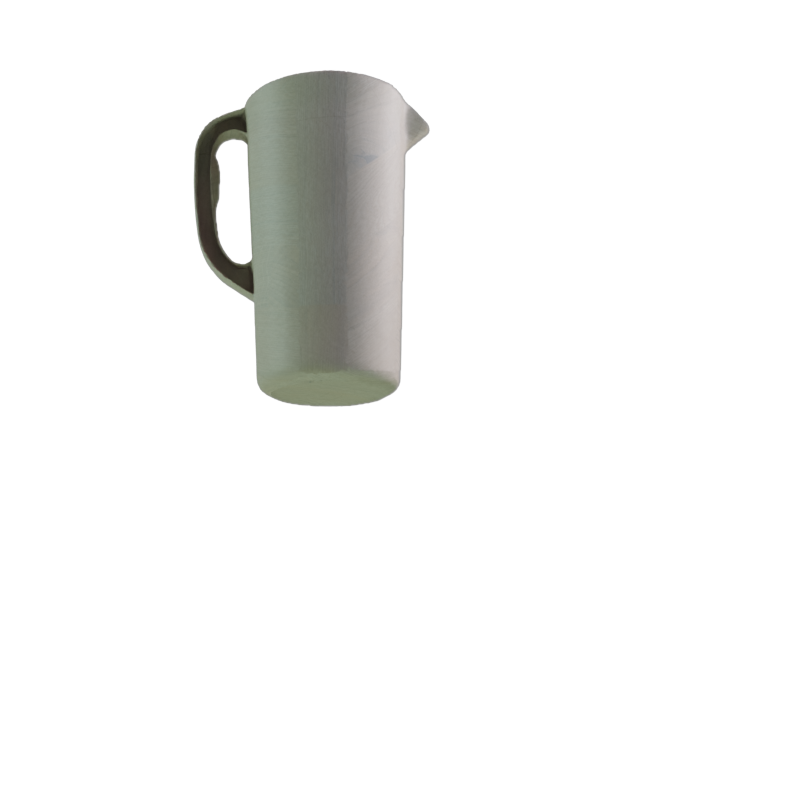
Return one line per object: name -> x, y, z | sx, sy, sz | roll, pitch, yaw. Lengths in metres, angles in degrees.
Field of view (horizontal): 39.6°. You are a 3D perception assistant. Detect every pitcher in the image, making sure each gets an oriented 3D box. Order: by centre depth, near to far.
pitcher -> -0.068, -0.124, 0.866 | 0.152, 0.254, 0.136 | -16, -23, 38
